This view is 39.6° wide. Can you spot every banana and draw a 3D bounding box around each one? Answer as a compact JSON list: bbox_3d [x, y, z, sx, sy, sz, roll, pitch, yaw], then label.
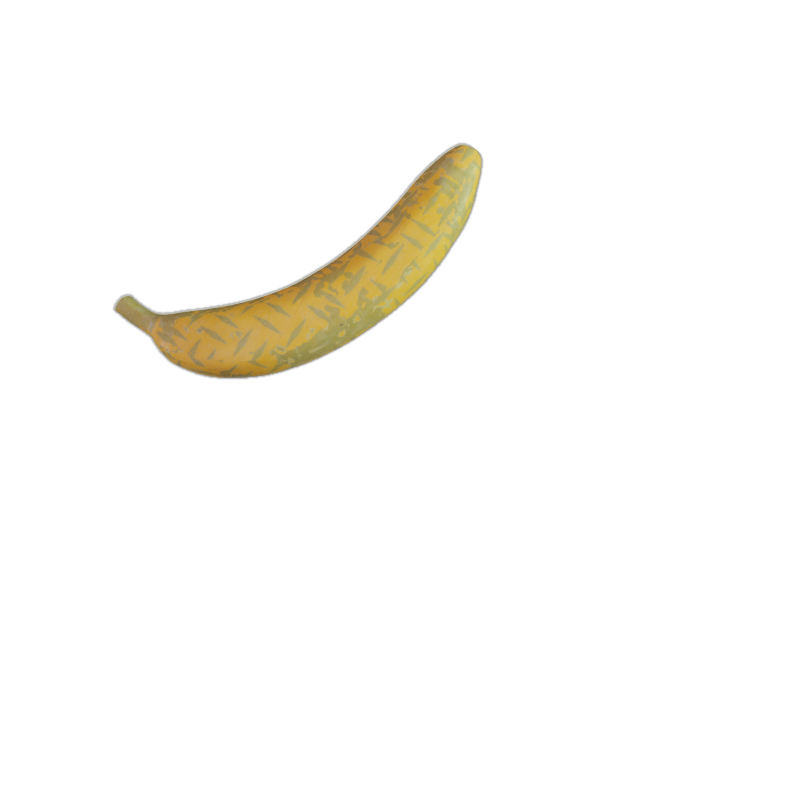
[{"bbox_3d":[-0.038,-0.059,0.540,0.197,0.071,0.036,-24,-9,-5],"label":"banana"}]
